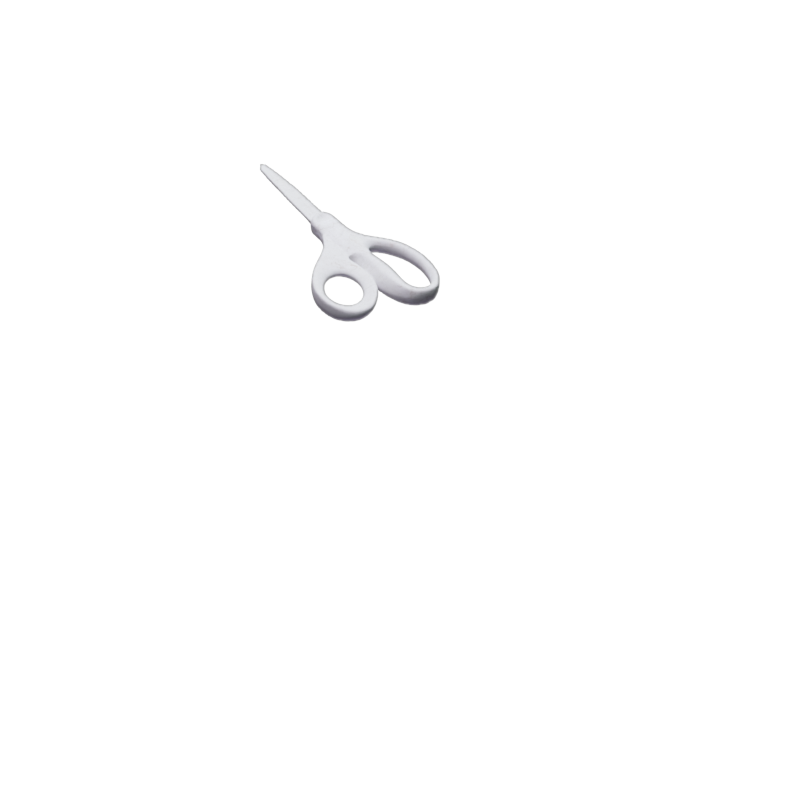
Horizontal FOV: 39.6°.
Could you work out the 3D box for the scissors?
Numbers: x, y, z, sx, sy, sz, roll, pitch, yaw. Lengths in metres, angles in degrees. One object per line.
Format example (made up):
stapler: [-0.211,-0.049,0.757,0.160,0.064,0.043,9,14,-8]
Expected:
scissors: [-0.063,-0.115,0.804,0.215,0.015,0.097,32,50,31]
